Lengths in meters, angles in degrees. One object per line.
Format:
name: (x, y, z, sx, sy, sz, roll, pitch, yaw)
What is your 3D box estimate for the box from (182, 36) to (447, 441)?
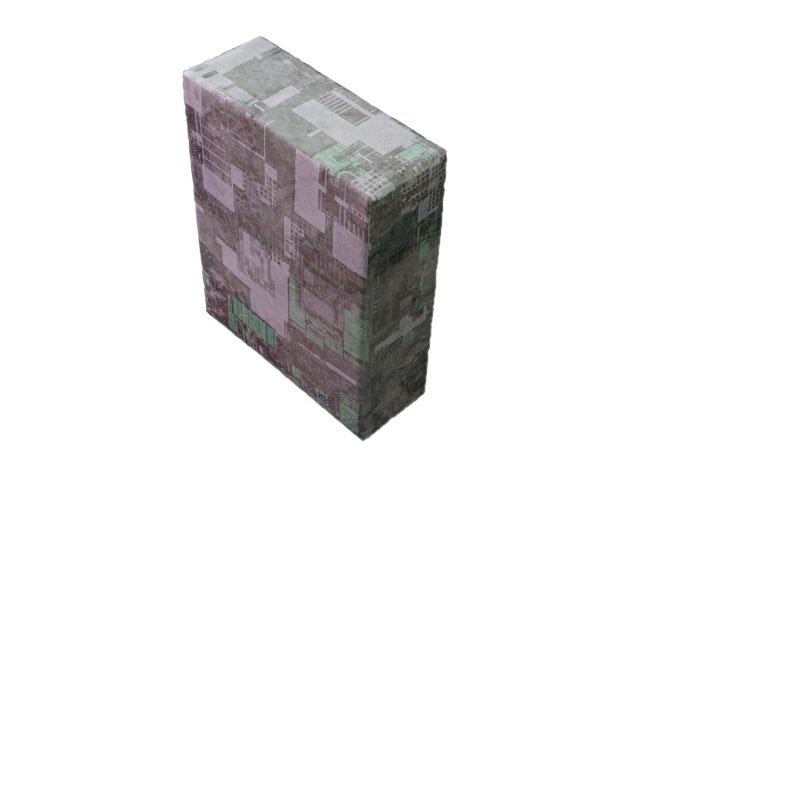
box: (-0.055, -0.101, 0.707, 0.072, 0.199, 0.175, -33, 57, -30)
